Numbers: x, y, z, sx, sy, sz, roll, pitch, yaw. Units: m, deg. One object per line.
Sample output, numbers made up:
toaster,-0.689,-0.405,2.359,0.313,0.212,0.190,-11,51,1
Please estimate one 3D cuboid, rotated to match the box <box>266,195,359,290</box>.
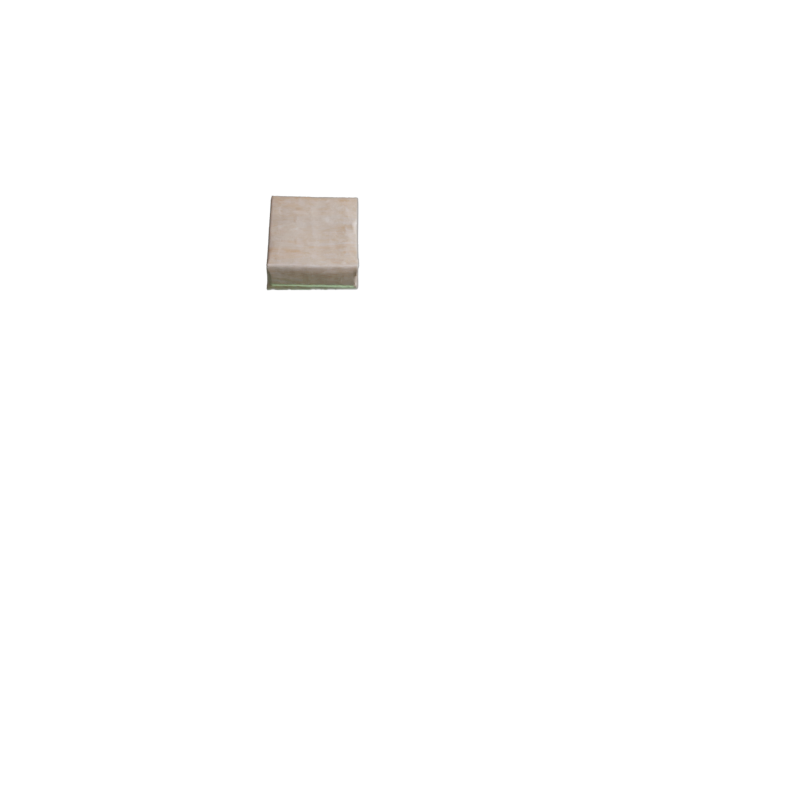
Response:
box,-0.070,-0.128,0.895,0.073,0.096,0.028,0,-45,-1
